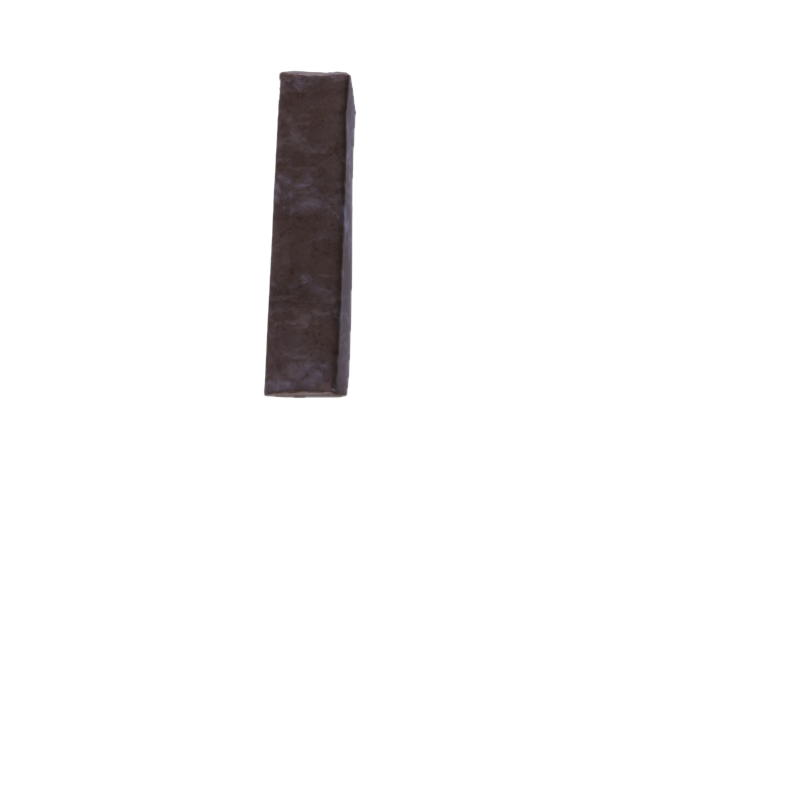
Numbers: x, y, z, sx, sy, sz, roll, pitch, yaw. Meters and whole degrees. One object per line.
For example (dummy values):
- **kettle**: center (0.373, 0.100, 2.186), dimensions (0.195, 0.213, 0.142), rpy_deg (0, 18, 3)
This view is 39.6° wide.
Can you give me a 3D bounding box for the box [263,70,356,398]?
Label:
- **box**: center (-0.050, -0.090, 0.633), dimensions (0.048, 0.179, 0.092), rpy_deg (-1, -6, 1)
